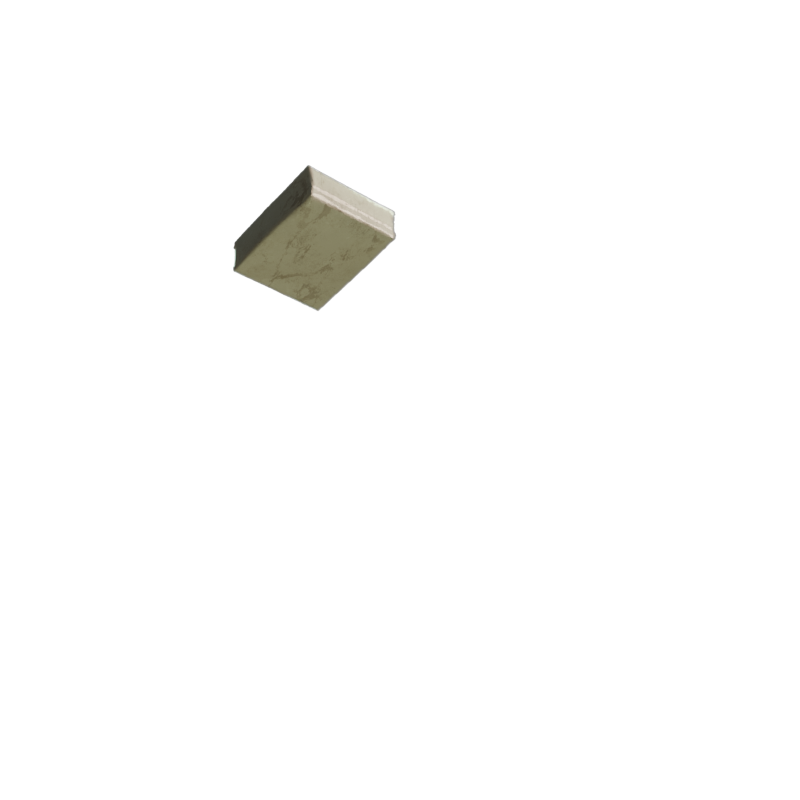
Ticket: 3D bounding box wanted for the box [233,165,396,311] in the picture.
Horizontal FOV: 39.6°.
[{"bbox_3d":[-0.072,-0.131,0.919,0.085,0.042,0.112,26,-45,-29],"label":"box"}]
